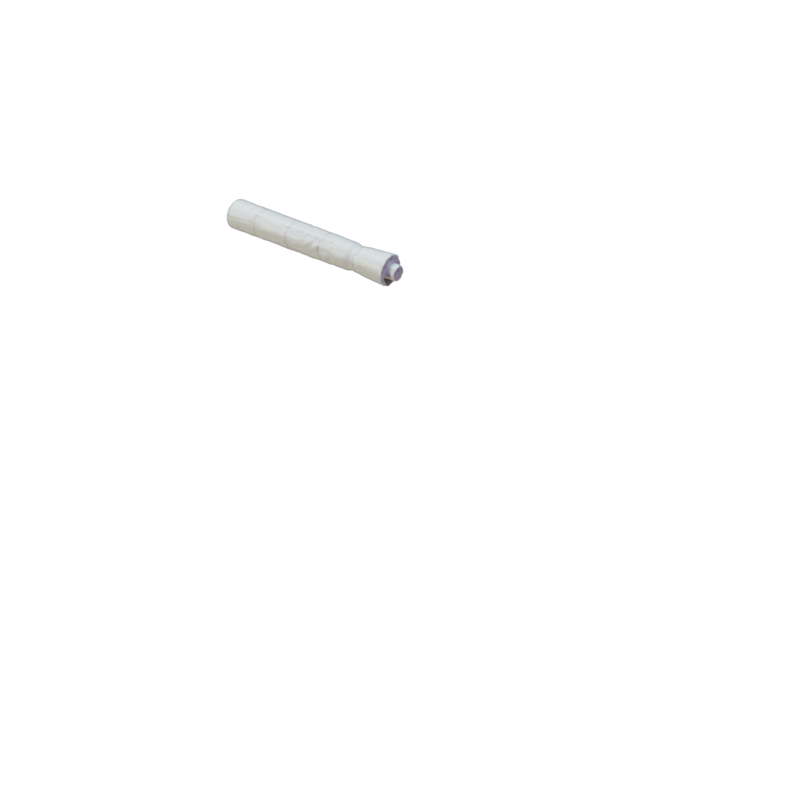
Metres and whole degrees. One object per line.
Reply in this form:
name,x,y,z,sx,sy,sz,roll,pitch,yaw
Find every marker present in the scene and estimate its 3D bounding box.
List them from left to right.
marker,-0.050,-0.091,0.641,0.128,0.019,0.019,24,16,32
